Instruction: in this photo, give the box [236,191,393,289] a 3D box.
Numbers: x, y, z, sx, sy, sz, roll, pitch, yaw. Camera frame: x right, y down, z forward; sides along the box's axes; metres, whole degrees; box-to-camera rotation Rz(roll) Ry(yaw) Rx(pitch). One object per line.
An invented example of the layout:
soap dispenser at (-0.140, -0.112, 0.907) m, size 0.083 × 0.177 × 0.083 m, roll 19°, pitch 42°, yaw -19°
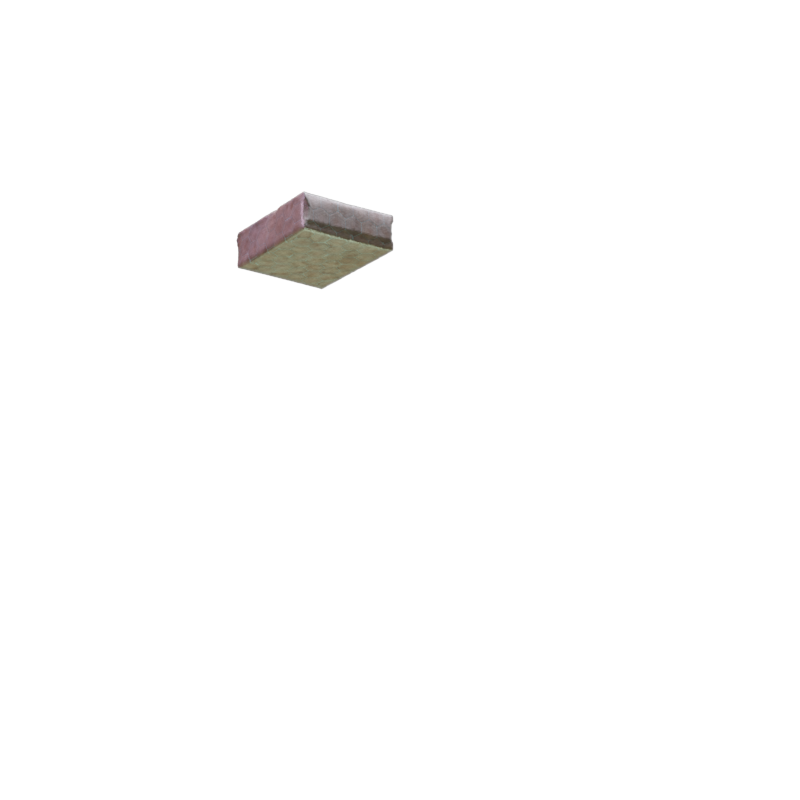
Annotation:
box at (-0.060, -0.109, 0.761) m, size 0.070 × 0.032 × 0.090 m, roll 11°, pitch -19°, yaw -34°
